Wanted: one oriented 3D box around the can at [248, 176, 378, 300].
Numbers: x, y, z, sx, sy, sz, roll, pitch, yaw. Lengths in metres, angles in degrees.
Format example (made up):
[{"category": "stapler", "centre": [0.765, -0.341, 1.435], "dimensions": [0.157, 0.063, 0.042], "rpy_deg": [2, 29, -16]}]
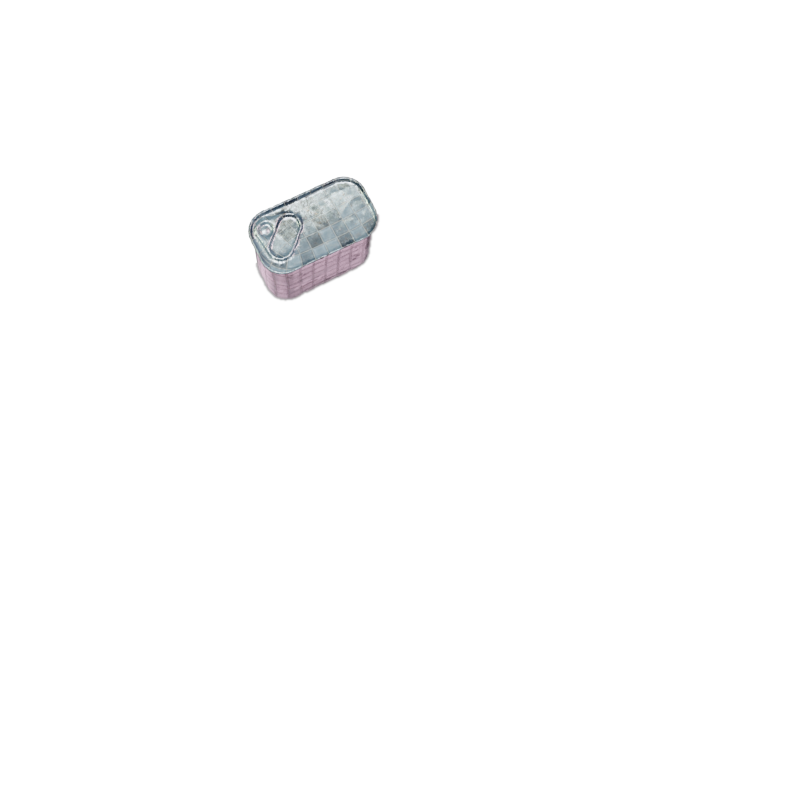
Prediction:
[{"category": "can", "centre": [-0.072, -0.132, 0.924], "dimensions": [0.102, 0.060, 0.081], "rpy_deg": [-26, -12, -9]}]
